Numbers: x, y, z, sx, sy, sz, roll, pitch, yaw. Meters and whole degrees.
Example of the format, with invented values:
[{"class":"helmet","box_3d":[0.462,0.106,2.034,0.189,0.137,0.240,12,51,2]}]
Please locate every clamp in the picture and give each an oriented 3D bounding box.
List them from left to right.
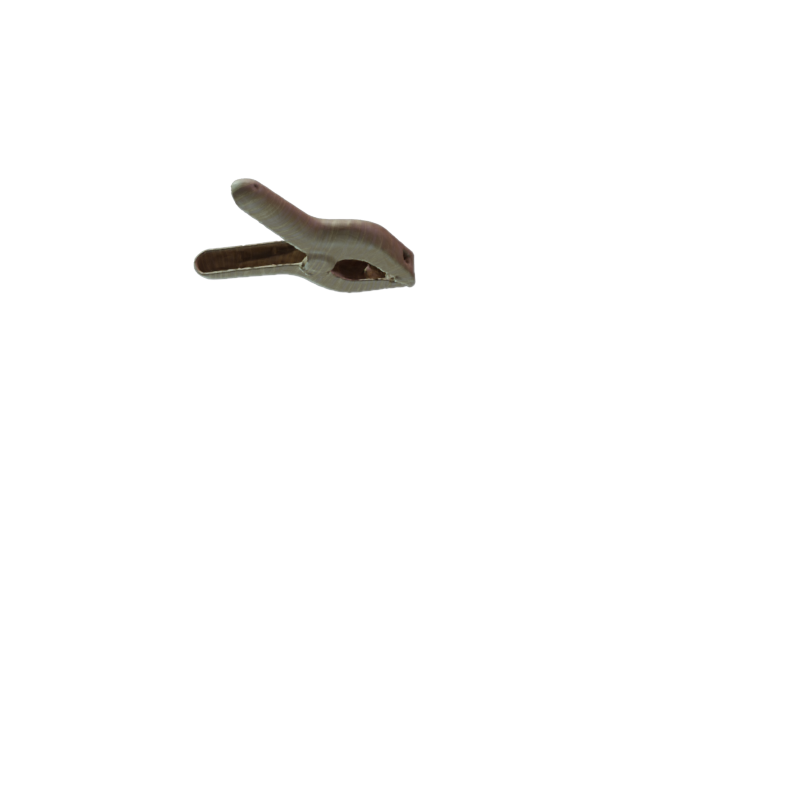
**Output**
[{"class":"clamp","box_3d":[-0.066,-0.120,0.838,0.169,0.041,0.116,4,-21,-11]}]
